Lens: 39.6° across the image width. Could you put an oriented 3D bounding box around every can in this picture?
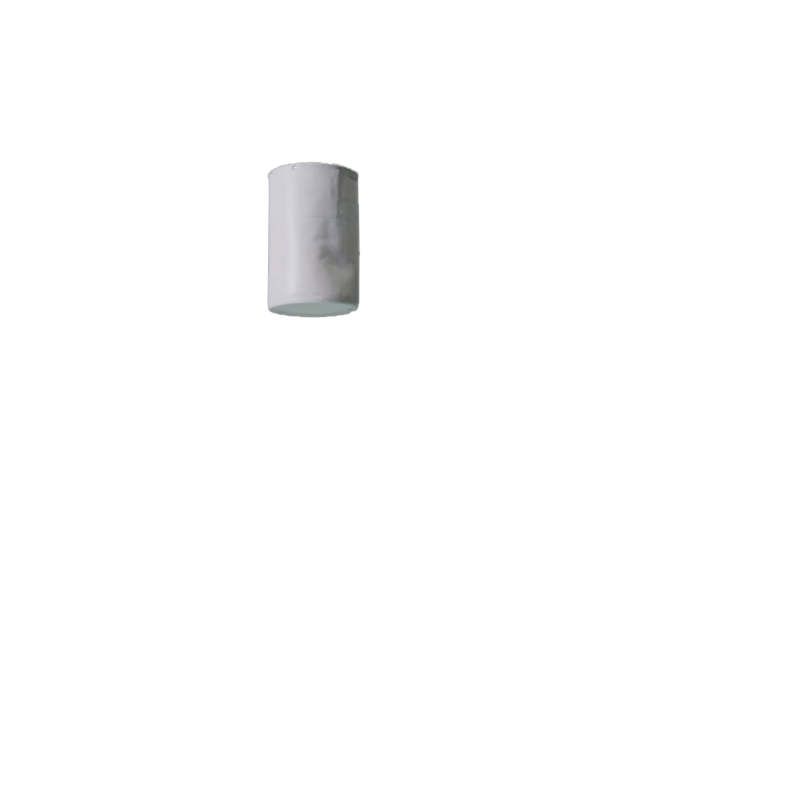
[{"bbox_3d":[-0.064,-0.116,0.812,0.068,0.105,0.067,0,-10,-2],"label":"can"}]
